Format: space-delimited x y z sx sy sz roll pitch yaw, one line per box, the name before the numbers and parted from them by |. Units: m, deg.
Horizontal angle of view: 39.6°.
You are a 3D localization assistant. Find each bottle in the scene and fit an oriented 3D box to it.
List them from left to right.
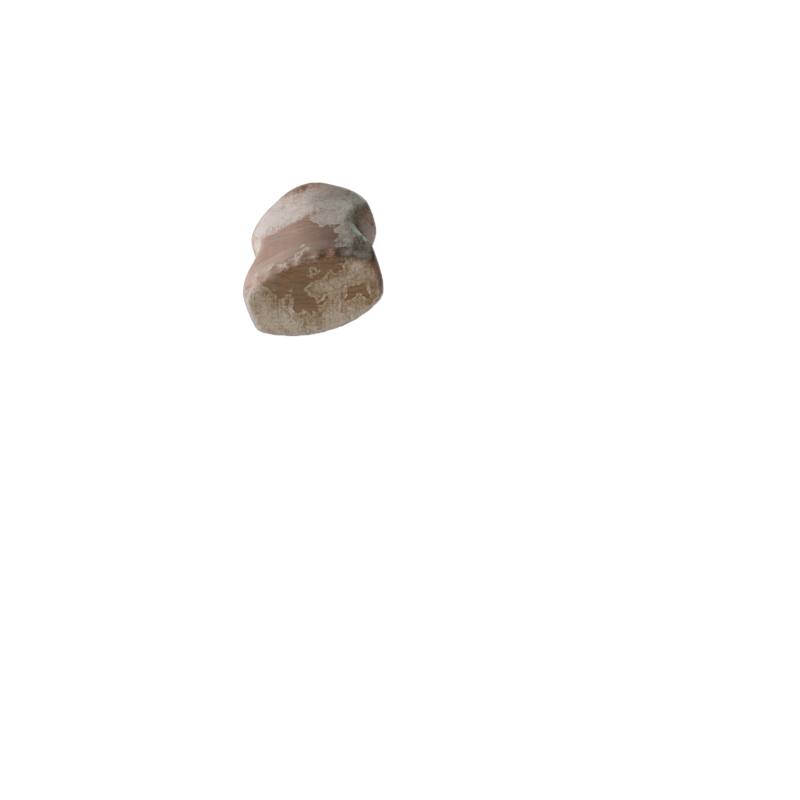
bottle | -0.066 -0.120 0.845 0.096 0.055 0.203 -17 30 6
